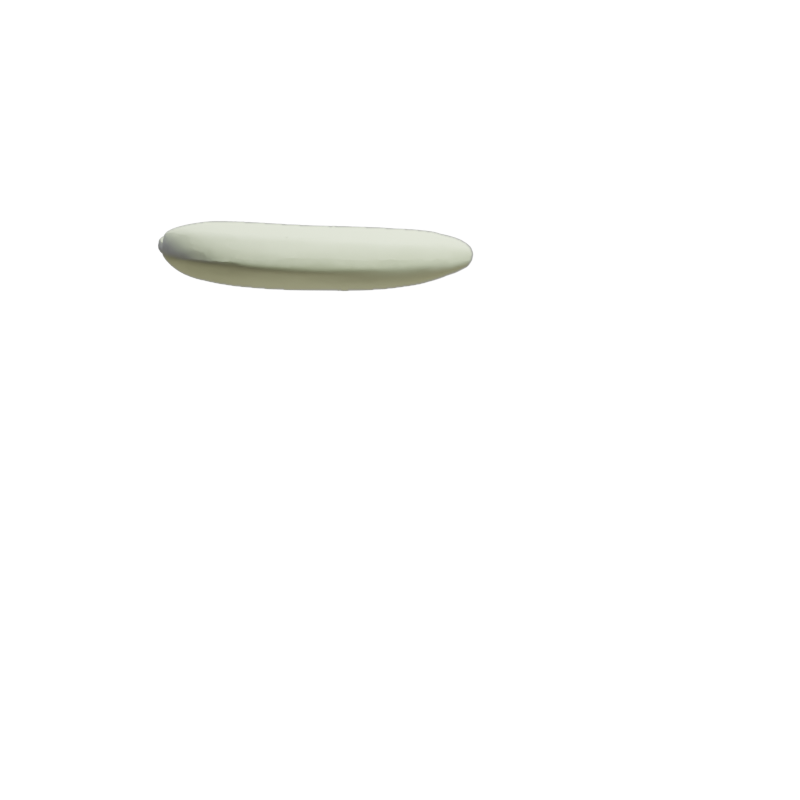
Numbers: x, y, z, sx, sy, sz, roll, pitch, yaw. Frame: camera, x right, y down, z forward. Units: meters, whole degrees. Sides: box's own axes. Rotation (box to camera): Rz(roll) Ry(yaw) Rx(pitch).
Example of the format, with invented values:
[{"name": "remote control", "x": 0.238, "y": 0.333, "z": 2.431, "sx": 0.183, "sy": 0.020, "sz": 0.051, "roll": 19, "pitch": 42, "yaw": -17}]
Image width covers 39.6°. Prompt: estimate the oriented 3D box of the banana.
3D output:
[{"name": "banana", "x": -0.059, "y": -0.088, "z": 0.651, "sx": 0.201, "sy": 0.035, "sz": 0.072, "roll": 5, "pitch": 23, "yaw": 11}]
